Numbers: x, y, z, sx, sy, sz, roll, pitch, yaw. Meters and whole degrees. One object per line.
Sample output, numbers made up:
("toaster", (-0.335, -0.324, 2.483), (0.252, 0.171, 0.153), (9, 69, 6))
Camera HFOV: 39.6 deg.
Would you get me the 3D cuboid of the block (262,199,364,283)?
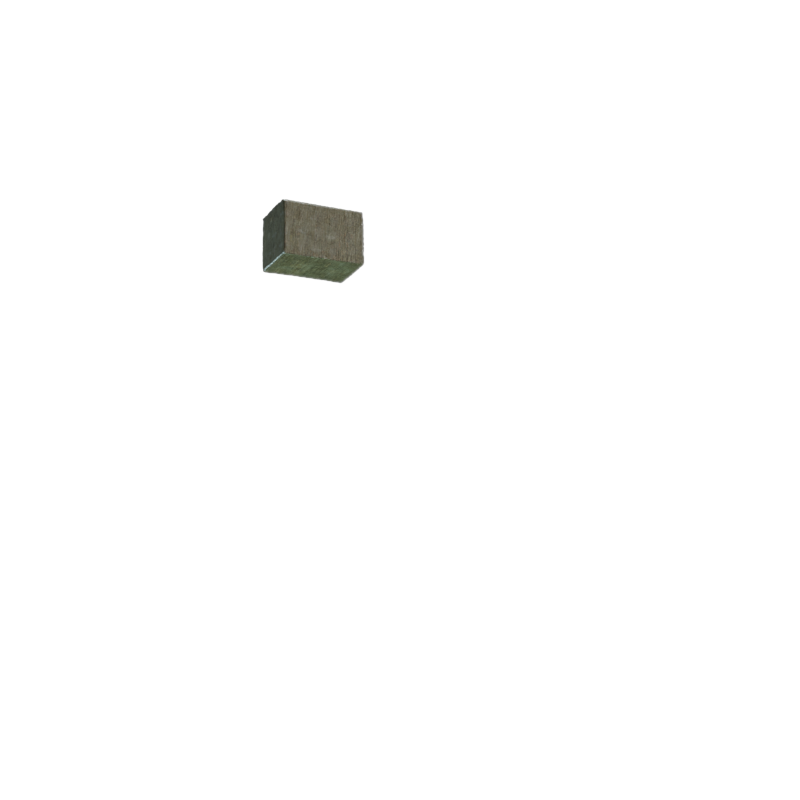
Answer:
("block", (-0.076, -0.139, 0.976), (0.075, 0.054, 0.052), (7, -20, -24))
